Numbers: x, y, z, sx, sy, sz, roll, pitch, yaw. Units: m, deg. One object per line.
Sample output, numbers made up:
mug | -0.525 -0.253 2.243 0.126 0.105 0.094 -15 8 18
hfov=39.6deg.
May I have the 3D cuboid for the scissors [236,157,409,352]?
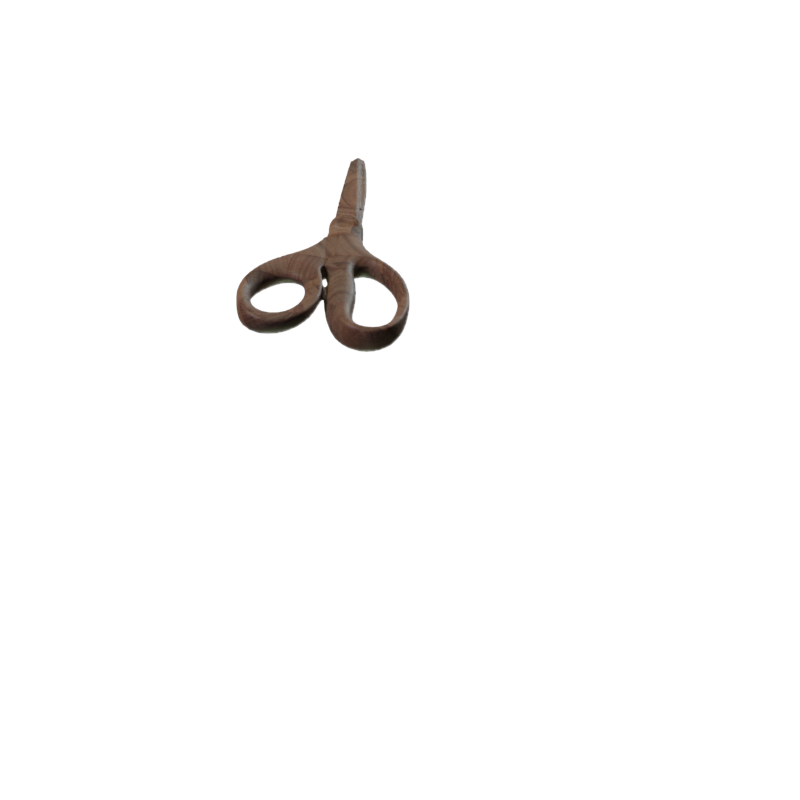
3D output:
scissors | -0.048 -0.088 0.615 0.095 0.015 0.217 -7 35 -9
